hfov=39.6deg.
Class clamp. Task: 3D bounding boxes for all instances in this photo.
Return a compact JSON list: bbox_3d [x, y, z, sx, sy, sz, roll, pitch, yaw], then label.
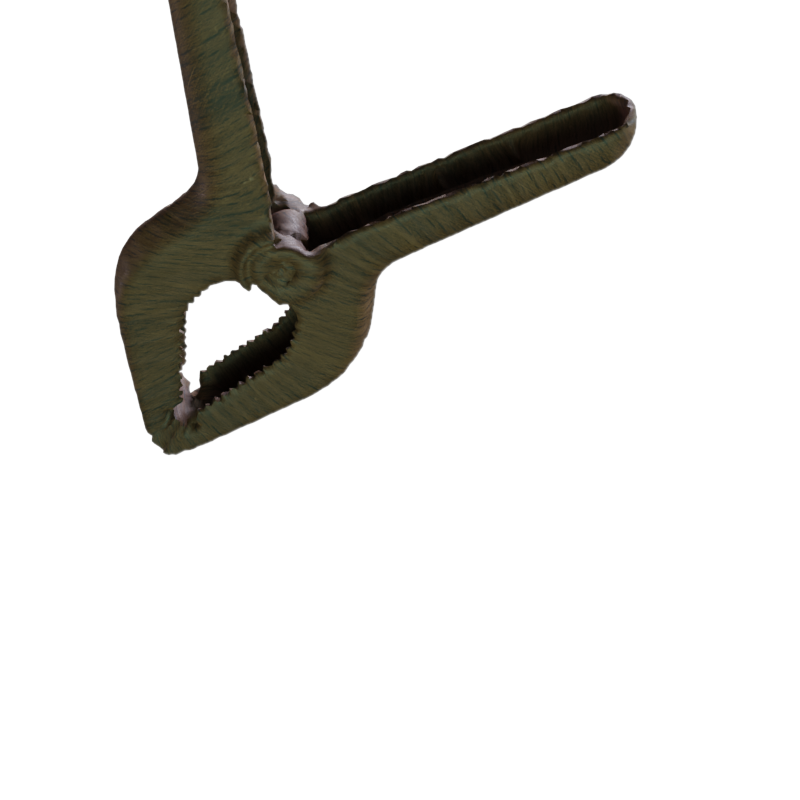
[{"bbox_3d":[-0.030,-0.055,0.387,0.160,0.201,0.039,18,35,-14],"label":"clamp"}]
